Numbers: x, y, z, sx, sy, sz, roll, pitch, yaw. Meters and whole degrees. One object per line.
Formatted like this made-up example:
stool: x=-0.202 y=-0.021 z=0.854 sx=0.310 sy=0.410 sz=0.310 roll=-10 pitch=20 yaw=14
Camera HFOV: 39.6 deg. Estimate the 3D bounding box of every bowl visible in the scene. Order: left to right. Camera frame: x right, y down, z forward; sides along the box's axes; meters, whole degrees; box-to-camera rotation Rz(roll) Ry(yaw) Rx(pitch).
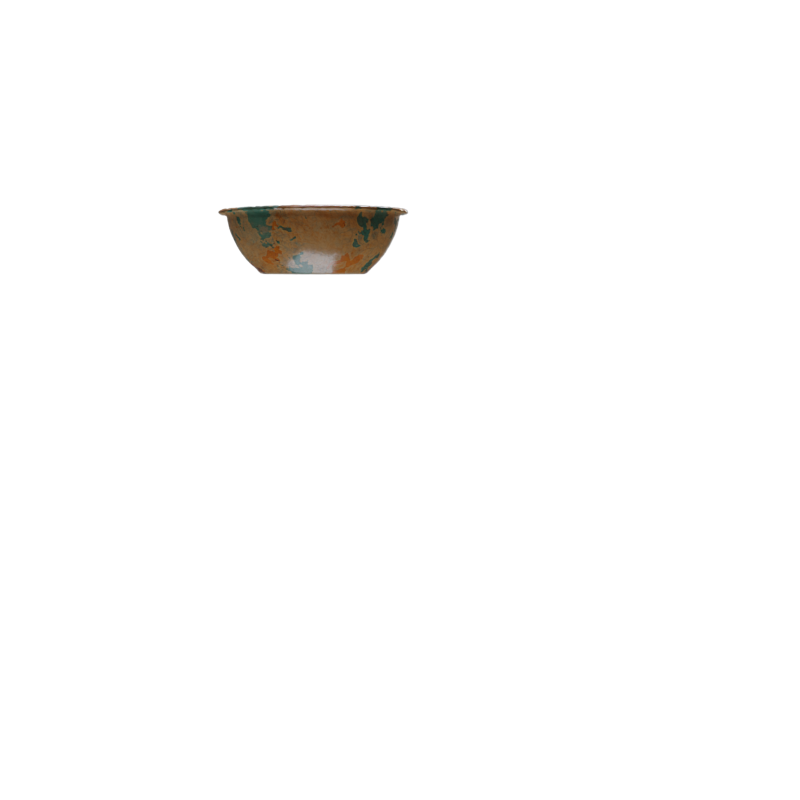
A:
bowl: x=-0.074 y=-0.135 z=0.943 sx=0.162 sy=0.055 sz=0.163 roll=0 pitch=6 yaw=-2
